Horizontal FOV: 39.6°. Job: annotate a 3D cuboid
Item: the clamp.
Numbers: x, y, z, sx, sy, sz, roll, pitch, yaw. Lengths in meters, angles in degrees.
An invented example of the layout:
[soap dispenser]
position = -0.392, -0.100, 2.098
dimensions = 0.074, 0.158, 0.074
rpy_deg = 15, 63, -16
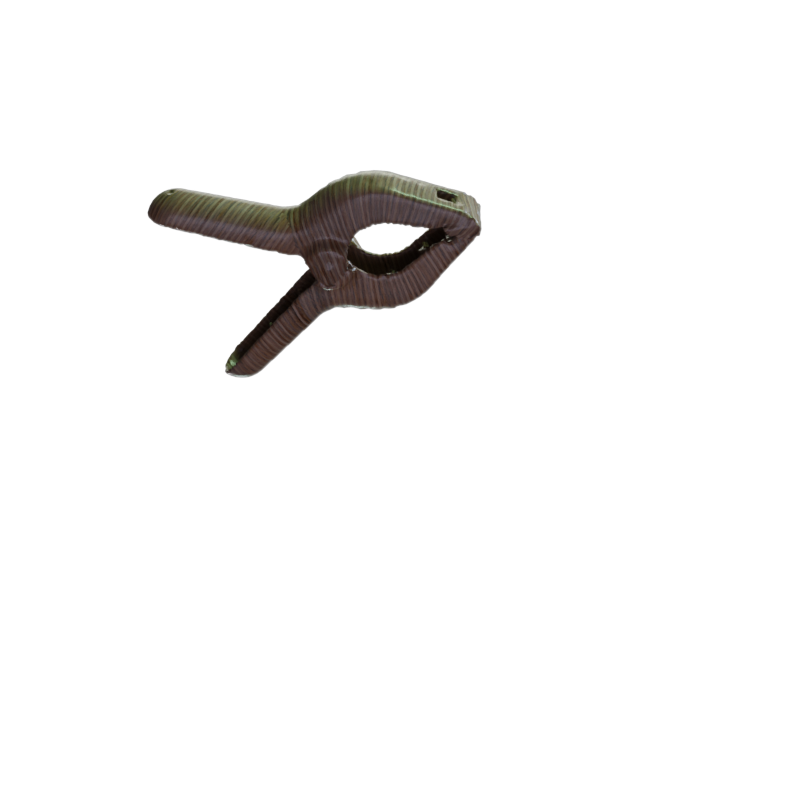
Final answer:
[clamp]
position = -0.046, -0.084, 0.587
dimensions = 0.172, 0.112, 0.042
rpy_deg = -23, 34, 16
